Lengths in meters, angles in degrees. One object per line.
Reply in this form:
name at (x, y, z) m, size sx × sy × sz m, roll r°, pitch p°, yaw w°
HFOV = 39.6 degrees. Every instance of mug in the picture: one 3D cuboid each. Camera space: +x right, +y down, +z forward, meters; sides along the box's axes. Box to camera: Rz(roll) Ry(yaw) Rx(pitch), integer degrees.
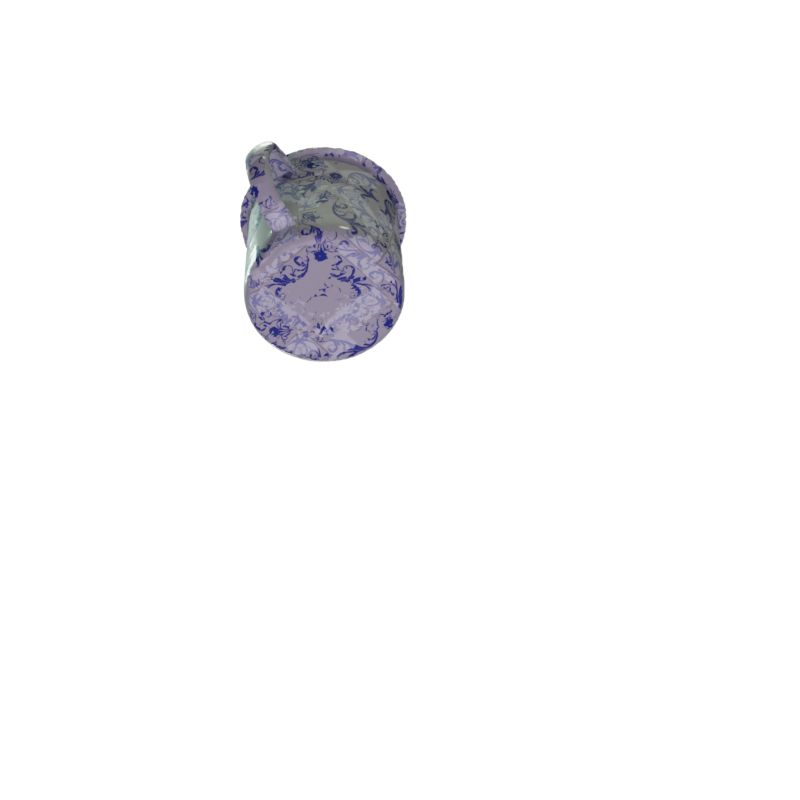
mug at (-0.045, -0.083, 0.581) m, size 0.093 × 0.109 × 0.087 m, roll -23°, pitch 32°, yaw 13°
